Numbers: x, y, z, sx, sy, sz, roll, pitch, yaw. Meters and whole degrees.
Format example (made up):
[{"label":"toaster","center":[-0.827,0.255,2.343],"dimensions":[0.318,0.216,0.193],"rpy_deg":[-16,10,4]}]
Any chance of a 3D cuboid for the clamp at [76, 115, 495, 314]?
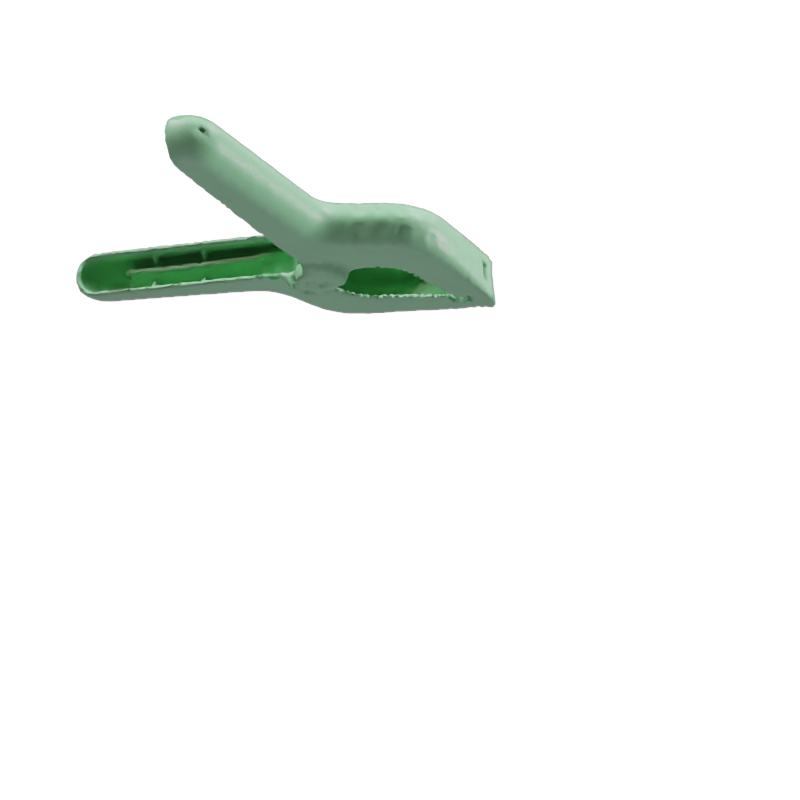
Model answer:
[{"label":"clamp","center":[-0.042,-0.077,0.537],"dimensions":[0.205,0.038,0.161],"rpy_deg":[6,-19,-18]}]
